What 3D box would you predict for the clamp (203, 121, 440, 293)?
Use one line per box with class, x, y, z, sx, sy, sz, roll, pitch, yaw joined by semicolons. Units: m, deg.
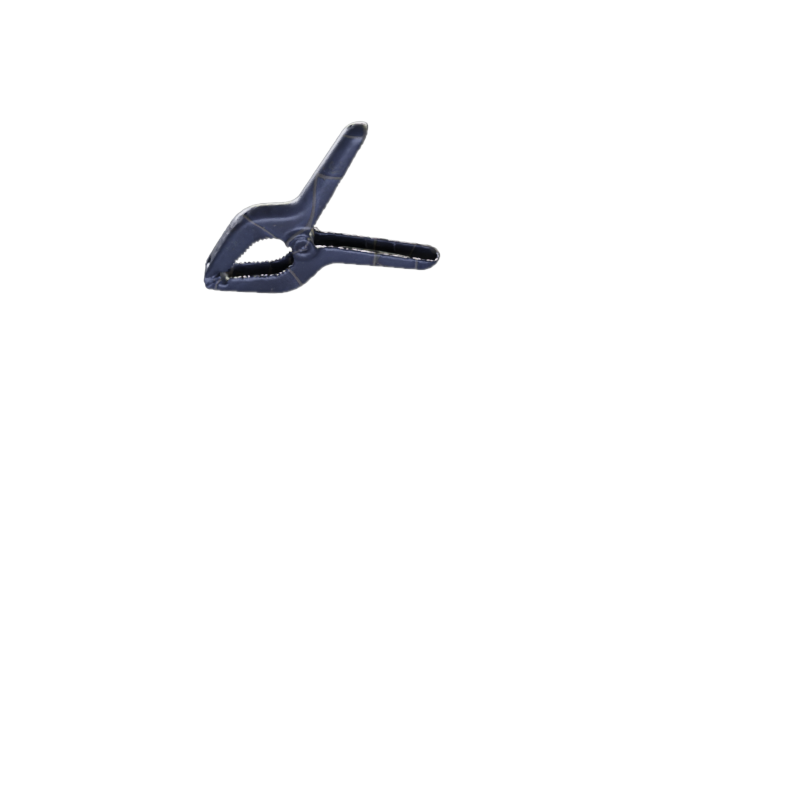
clamp;-0.078;-0.143;0.998;0.210;0.153;0.039;-26;34;19
